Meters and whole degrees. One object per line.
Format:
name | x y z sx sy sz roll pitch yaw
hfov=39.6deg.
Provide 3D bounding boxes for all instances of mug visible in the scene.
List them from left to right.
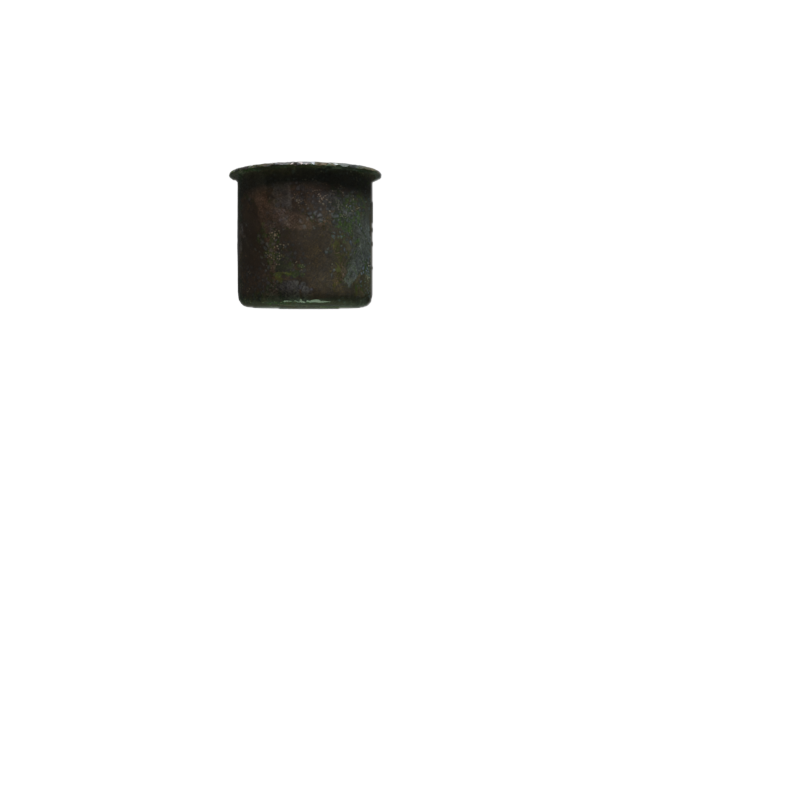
mug | -0.053 -0.097 0.682 0.096 0.082 0.113 0 0 21
